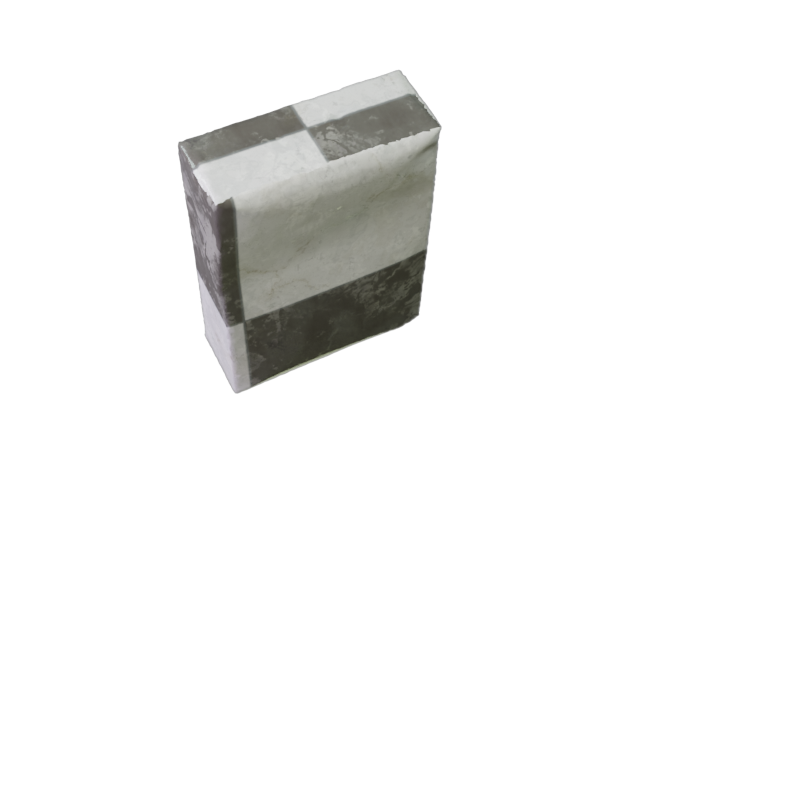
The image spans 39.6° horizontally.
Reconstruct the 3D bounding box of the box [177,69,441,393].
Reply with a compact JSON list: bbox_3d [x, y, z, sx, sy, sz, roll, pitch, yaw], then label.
[{"bbox_3d":[-0.062,-0.113,0.790,0.163,0.077,0.200,-22,-30,-17],"label":"box"}]
